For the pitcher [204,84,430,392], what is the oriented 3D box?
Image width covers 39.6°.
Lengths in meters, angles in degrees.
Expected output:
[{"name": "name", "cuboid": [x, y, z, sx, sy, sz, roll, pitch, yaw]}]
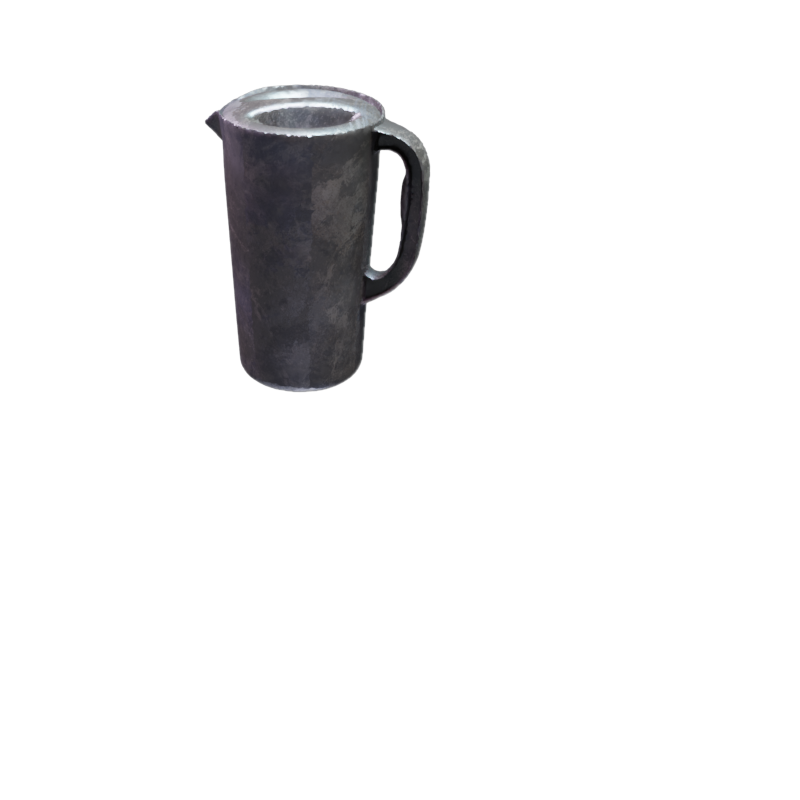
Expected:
[{"name": "pitcher", "cuboid": [-0.072, -0.132, 0.922, 0.142, 0.230, 0.160, -12, 30, -25]}]
